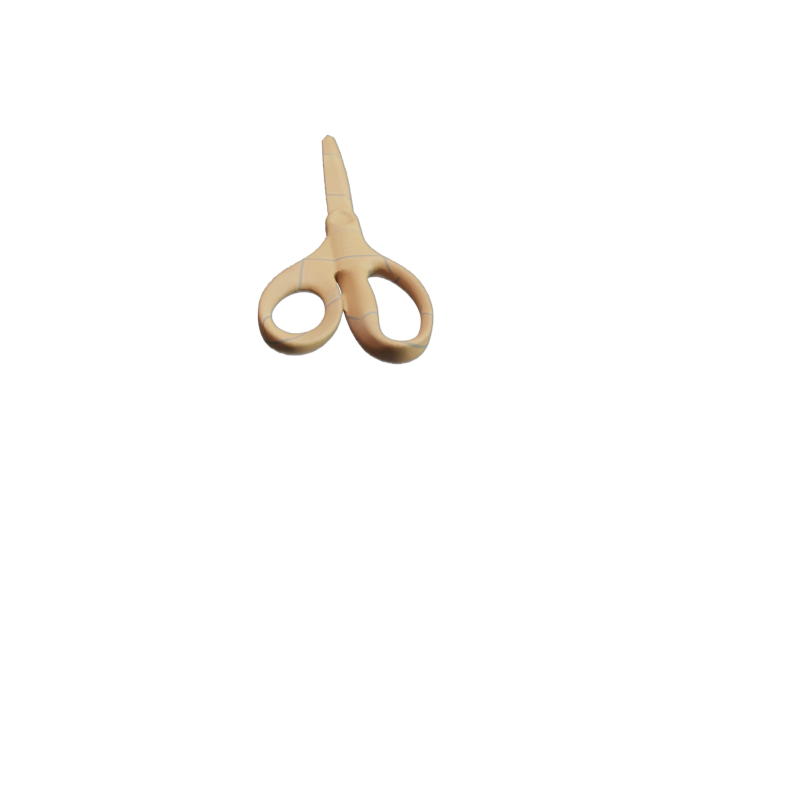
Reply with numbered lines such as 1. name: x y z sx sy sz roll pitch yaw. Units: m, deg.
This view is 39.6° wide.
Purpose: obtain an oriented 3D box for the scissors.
1. scissors: -0.047 -0.086 0.605 0.095 0.015 0.219 -14 43 -16
